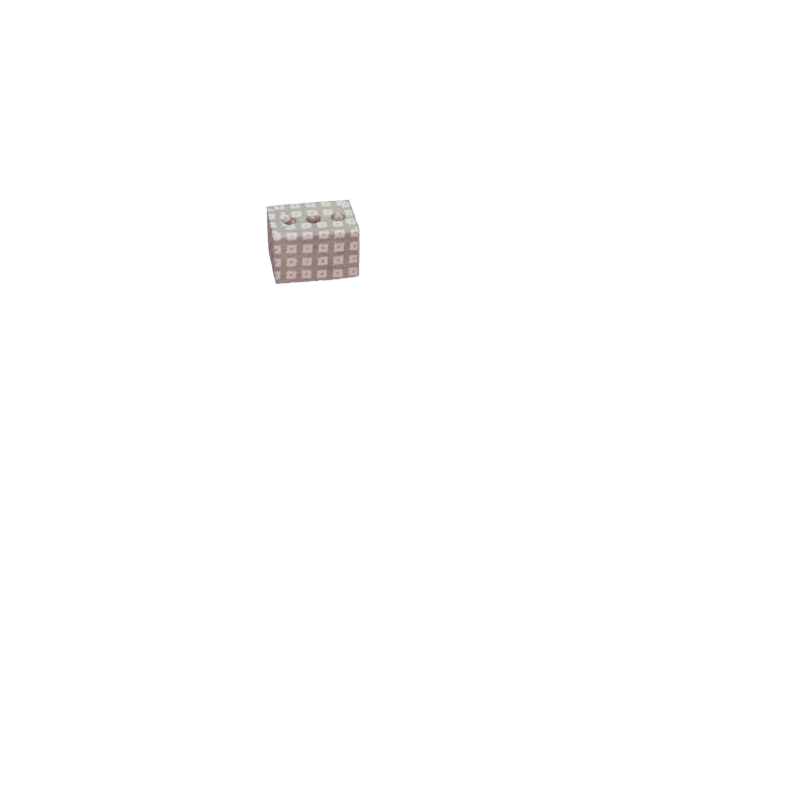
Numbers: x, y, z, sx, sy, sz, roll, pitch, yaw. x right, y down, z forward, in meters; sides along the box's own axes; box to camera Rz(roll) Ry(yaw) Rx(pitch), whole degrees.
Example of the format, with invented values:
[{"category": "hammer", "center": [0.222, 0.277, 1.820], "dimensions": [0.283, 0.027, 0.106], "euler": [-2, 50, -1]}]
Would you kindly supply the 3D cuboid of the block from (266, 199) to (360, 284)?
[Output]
[{"category": "block", "center": [-0.077, -0.141, 0.987], "dimensions": [0.077, 0.048, 0.057], "euler": [-6, 39, -9]}]
